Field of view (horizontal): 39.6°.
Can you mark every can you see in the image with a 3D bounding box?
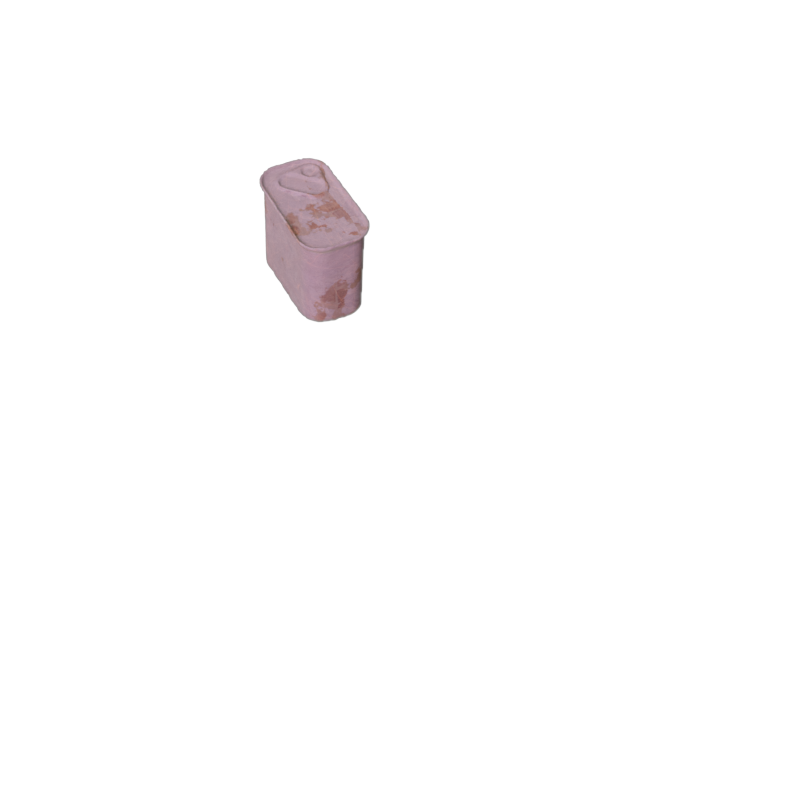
[{"bbox_3d":[-0.067,-0.122,0.855,0.057,0.078,0.110,-19,51,-19],"label":"can"}]
